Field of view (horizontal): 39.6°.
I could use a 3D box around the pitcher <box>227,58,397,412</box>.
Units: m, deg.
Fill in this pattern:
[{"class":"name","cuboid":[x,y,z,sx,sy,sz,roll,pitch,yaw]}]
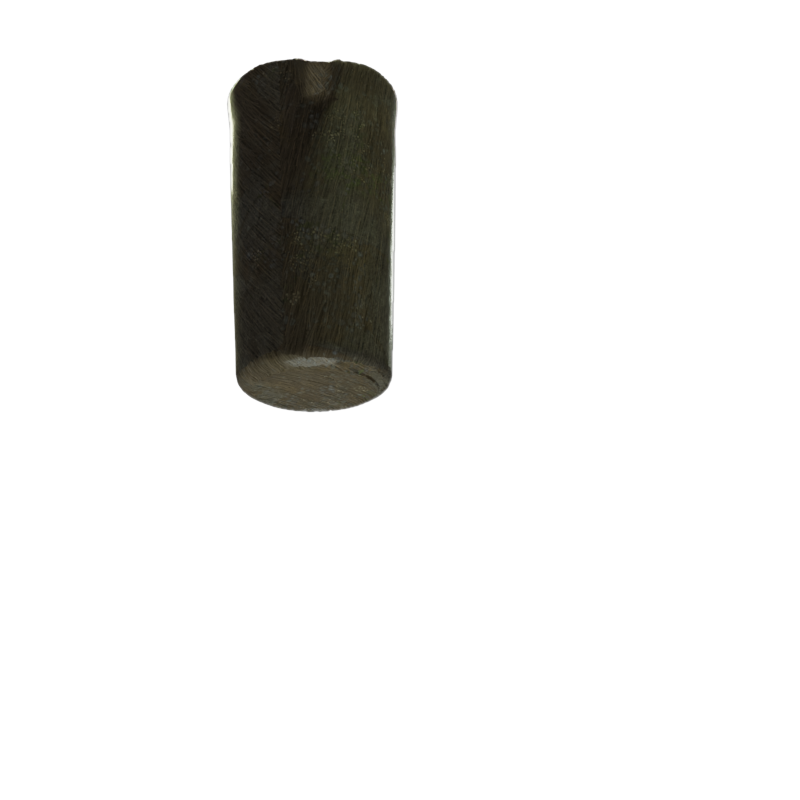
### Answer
[{"class":"pitcher","cuboid":[-0.064,-0.118,0.823,0.146,0.257,0.139,-19,-30,34]}]
